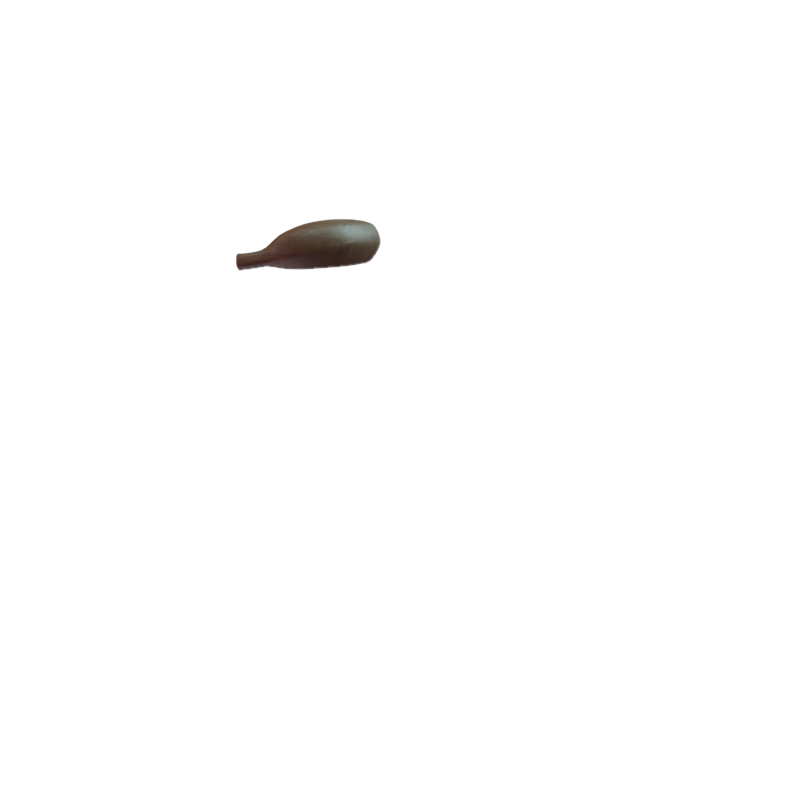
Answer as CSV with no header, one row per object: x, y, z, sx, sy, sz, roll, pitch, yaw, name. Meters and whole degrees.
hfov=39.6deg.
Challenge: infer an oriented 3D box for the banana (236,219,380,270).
-0.053,-0.124,0.873,0.072,0.036,0.194,3,10,22,banana
